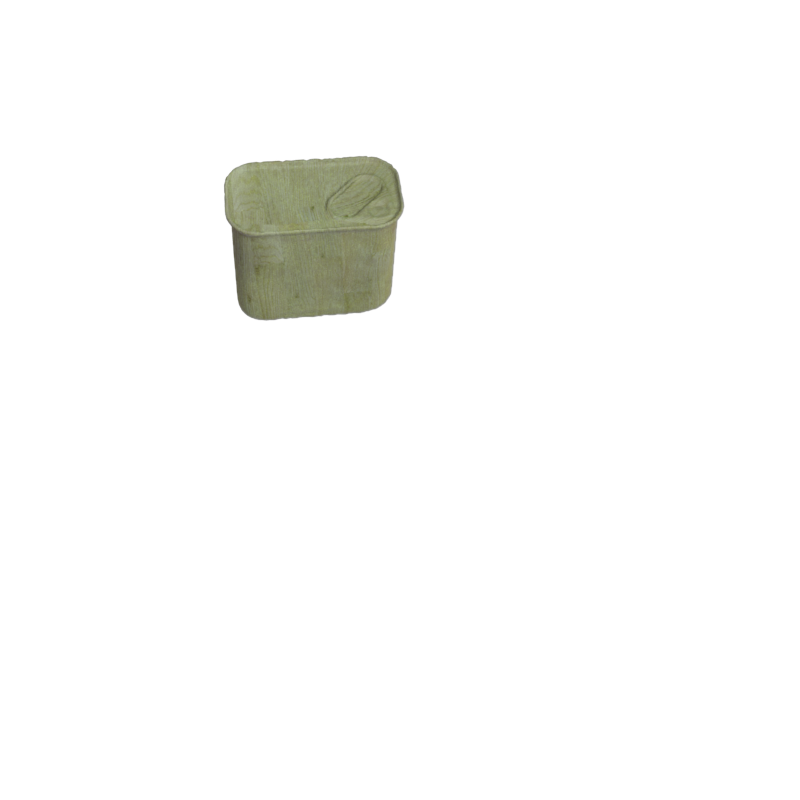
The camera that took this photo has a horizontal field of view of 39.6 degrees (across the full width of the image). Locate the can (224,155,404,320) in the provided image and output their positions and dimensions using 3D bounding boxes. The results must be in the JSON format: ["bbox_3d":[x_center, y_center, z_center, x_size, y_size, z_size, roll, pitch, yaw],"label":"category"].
[{"bbox_3d":[-0.052,-0.095,0.663,0.101,0.062,0.078,-4,-38,-5],"label":"can"}]
